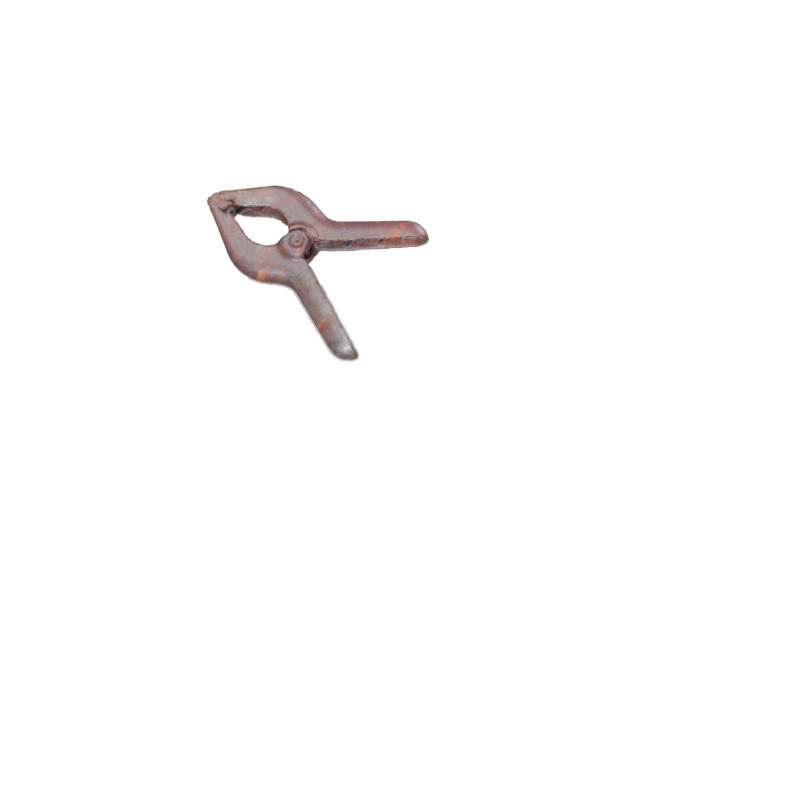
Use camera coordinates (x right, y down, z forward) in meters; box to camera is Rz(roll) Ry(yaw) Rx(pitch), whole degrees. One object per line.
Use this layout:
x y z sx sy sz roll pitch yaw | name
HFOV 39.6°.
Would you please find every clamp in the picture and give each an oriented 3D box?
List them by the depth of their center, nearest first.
-0.067 -0.122 0.856 0.178 0.122 0.037 37 -19 15 | clamp
